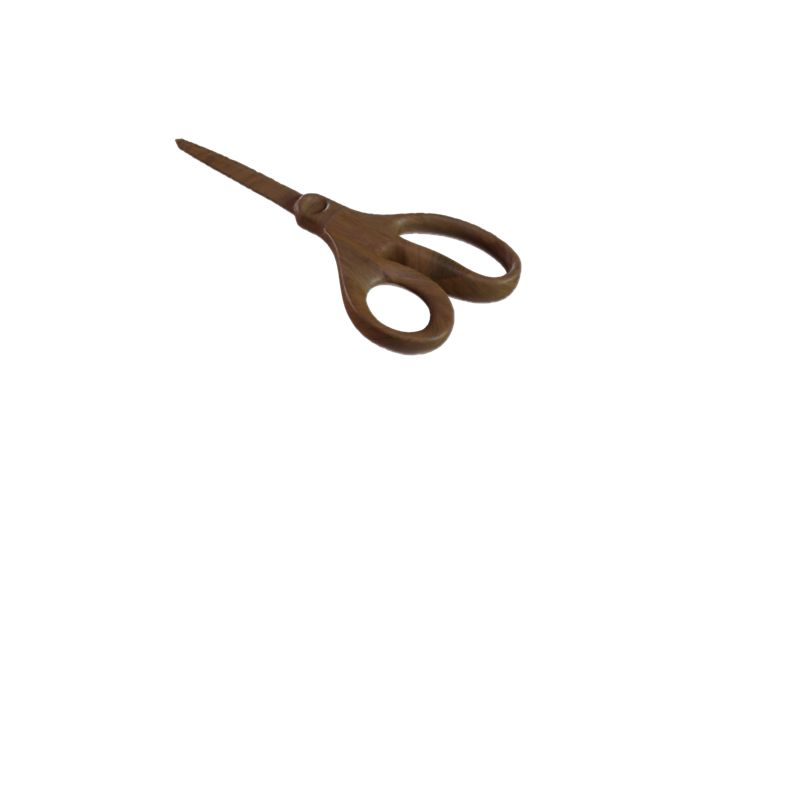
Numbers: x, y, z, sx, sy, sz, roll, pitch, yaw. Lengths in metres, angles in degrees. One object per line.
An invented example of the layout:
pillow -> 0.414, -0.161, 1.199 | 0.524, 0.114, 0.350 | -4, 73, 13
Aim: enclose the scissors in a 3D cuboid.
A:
scissors -> -0.043, -0.078, 0.548 | 0.208, 0.015, 0.100 | 17, 49, 15
